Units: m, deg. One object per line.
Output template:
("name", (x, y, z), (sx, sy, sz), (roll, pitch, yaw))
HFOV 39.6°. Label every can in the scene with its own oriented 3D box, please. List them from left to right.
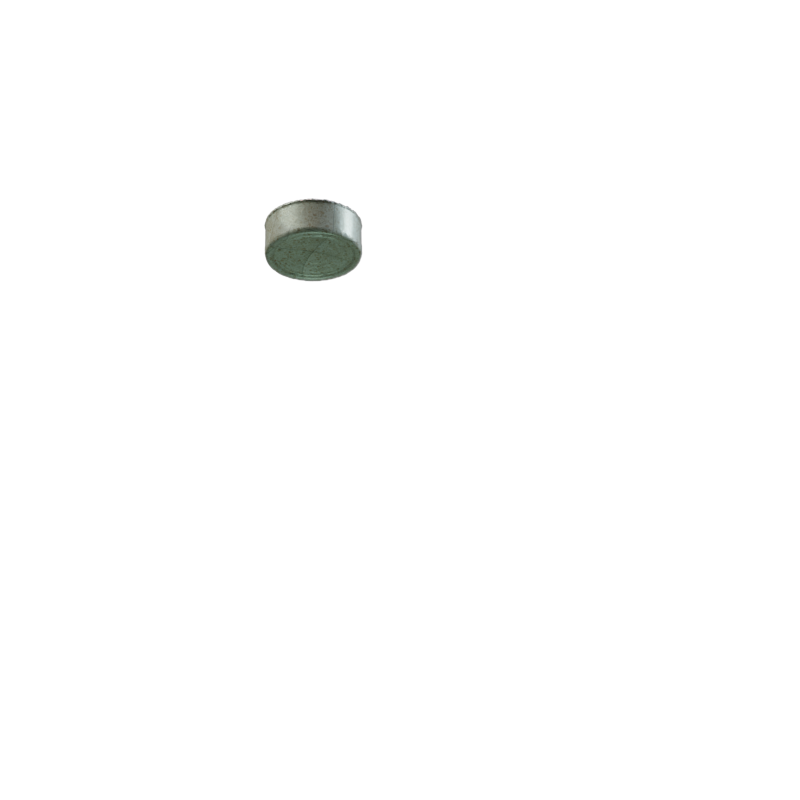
("can", (-0.076, -0.138, 0.966), (0.086, 0.036, 0.081), (1, -27, -2))
